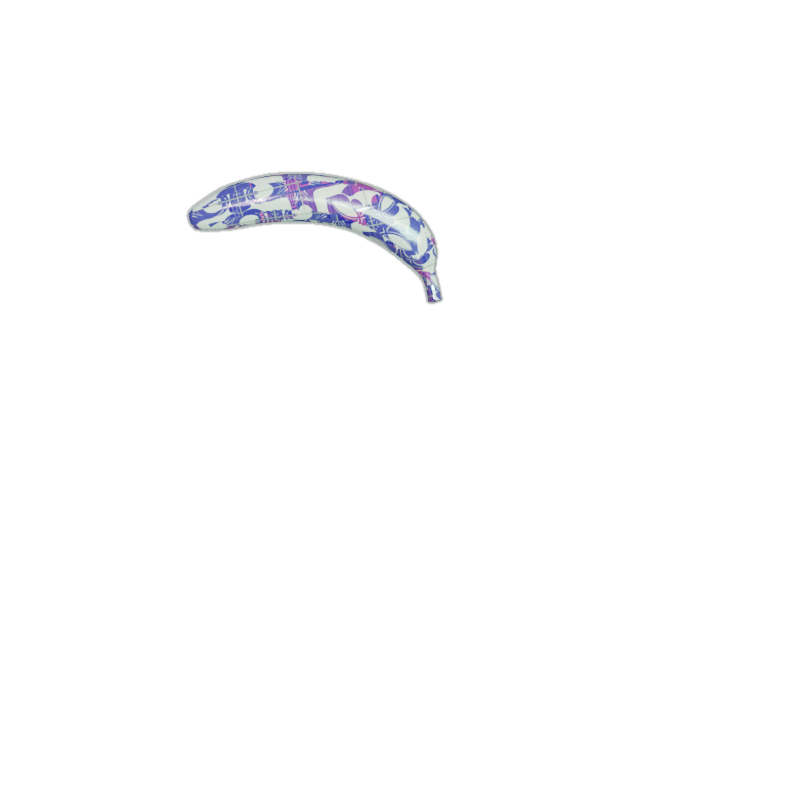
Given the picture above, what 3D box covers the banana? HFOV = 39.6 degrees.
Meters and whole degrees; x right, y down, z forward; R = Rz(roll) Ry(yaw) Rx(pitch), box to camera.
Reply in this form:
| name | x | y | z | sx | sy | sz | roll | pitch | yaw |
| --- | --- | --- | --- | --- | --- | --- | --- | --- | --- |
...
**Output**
| name | x | y | z | sx | sy | sz | roll | pitch | yaw |
| --- | --- | --- | --- | --- | --- | --- | --- | --- | --- |
| banana | -0.055 | -0.133 | 0.816 | 0.199 | 0.071 | 0.036 | 17 | -11 | 4 |
